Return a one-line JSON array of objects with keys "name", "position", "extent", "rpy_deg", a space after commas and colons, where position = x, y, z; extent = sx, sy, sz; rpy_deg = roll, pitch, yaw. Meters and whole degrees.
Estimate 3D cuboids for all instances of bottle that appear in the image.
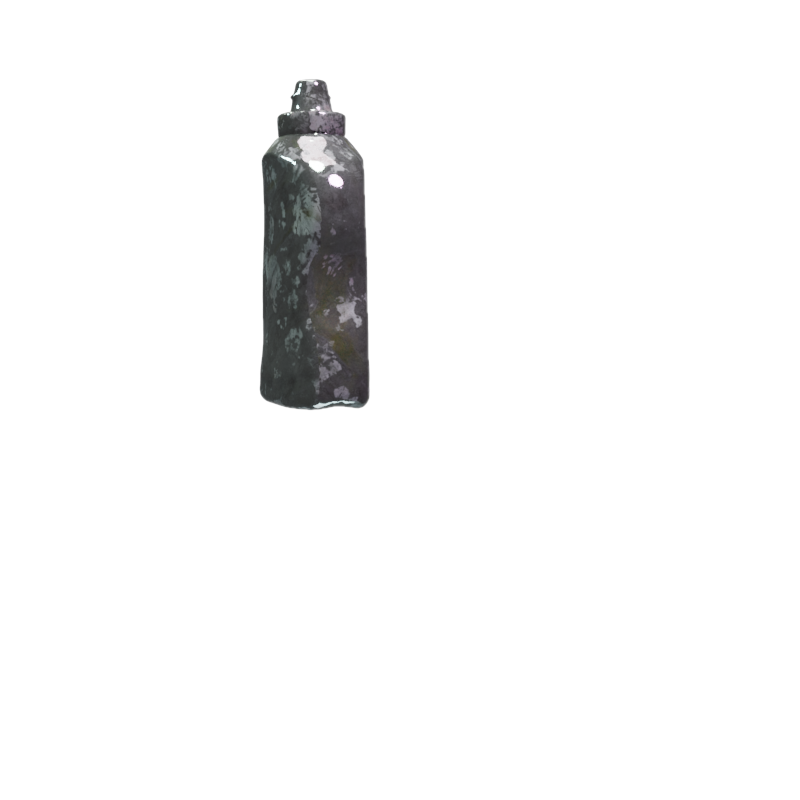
[{"name": "bottle", "position": [-0.052, -0.094, 0.659], "extent": [0.057, 0.192, 0.098], "rpy_deg": [0, -1, -21]}]
